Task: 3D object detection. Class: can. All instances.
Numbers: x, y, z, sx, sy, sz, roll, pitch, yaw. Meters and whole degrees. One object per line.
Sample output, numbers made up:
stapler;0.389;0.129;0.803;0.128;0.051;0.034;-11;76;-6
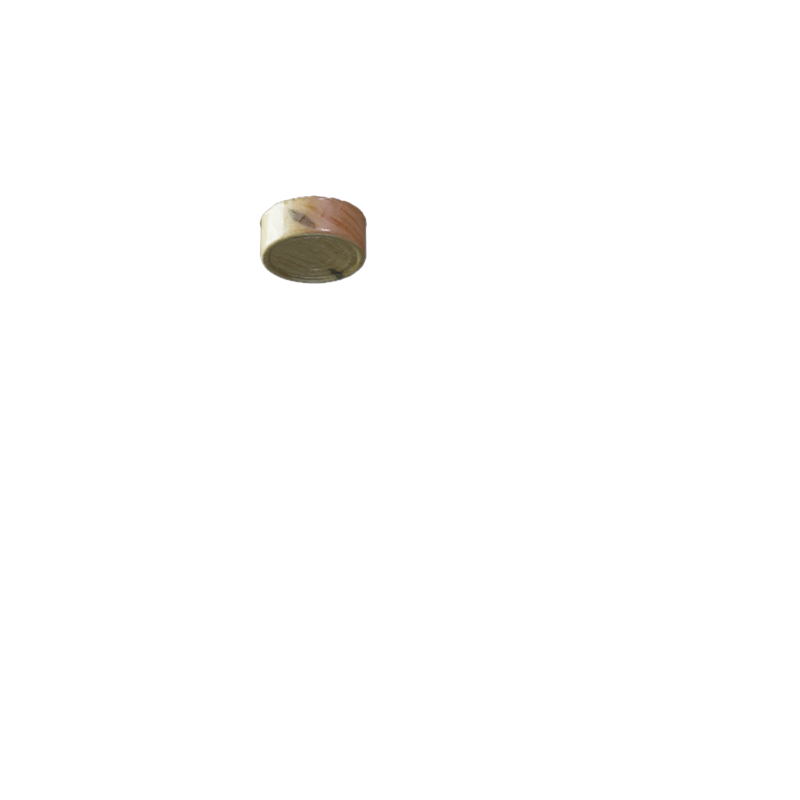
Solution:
can;-0.069;-0.126;0.881;0.086;0.036;0.081;1;-24;-2
